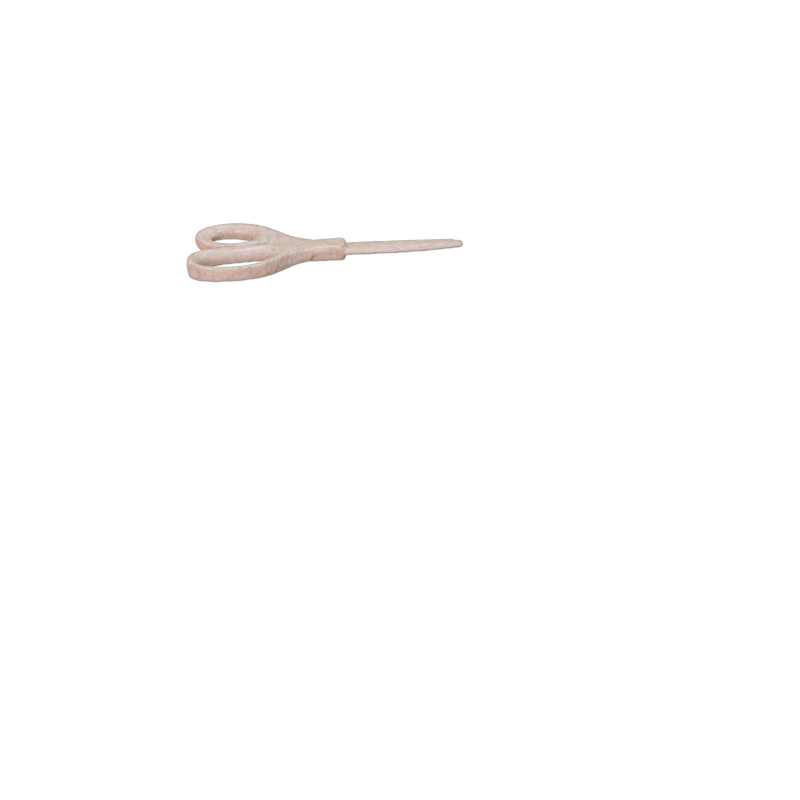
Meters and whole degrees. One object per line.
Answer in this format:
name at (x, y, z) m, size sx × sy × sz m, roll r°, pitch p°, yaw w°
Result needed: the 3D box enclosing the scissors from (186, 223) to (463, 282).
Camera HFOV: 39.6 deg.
scissors at (-0.065, -0.118, 0.825) m, size 0.198 × 0.015 × 0.103 m, roll -12°, pitch 31°, yaw -21°
